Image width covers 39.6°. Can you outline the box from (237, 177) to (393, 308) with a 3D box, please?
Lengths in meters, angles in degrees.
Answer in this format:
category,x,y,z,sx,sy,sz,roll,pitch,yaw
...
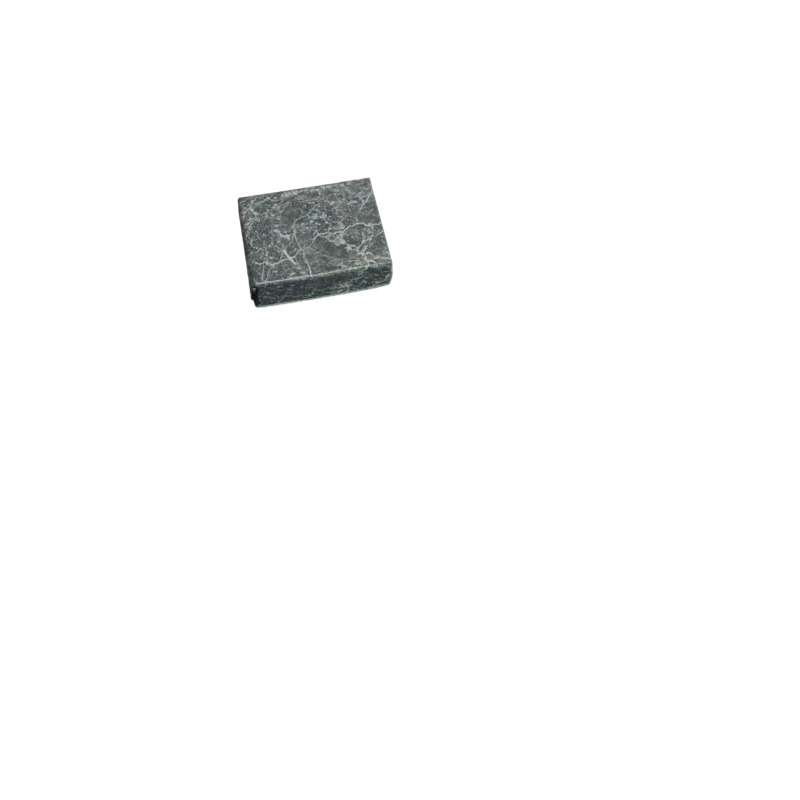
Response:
category,x,y,z,sx,sy,sz,roll,pitch,yaw
box,-0.070,-0.127,0.889,0.113,0.096,0.036,-9,-32,-6
